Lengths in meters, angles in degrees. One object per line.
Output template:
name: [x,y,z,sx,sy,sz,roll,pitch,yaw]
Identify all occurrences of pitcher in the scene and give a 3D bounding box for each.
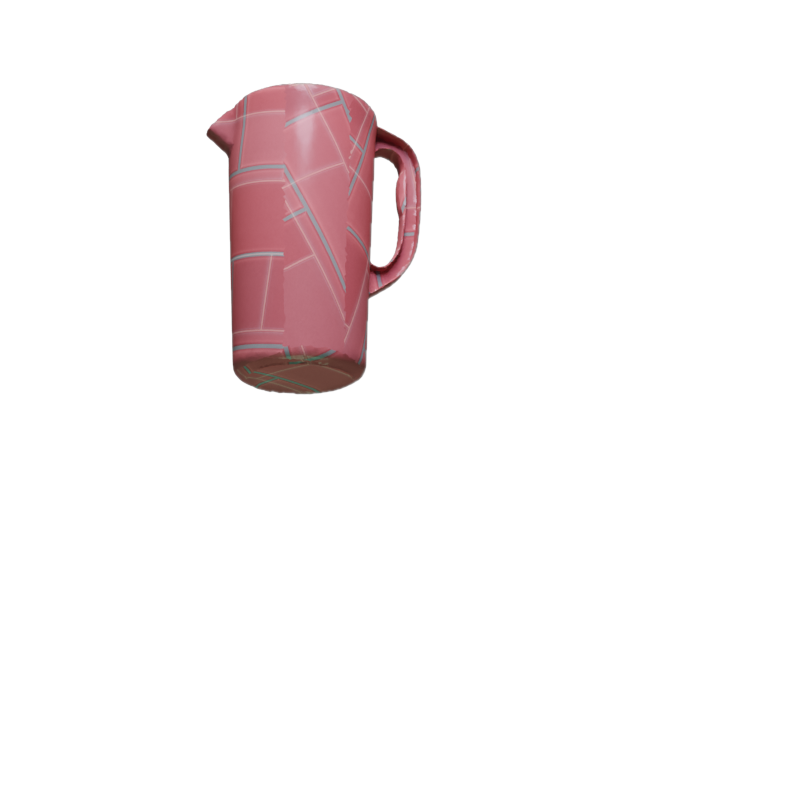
pitcher: [-0.073,-0.134,0.937,0.152,0.255,0.135,-12,-23,27]
